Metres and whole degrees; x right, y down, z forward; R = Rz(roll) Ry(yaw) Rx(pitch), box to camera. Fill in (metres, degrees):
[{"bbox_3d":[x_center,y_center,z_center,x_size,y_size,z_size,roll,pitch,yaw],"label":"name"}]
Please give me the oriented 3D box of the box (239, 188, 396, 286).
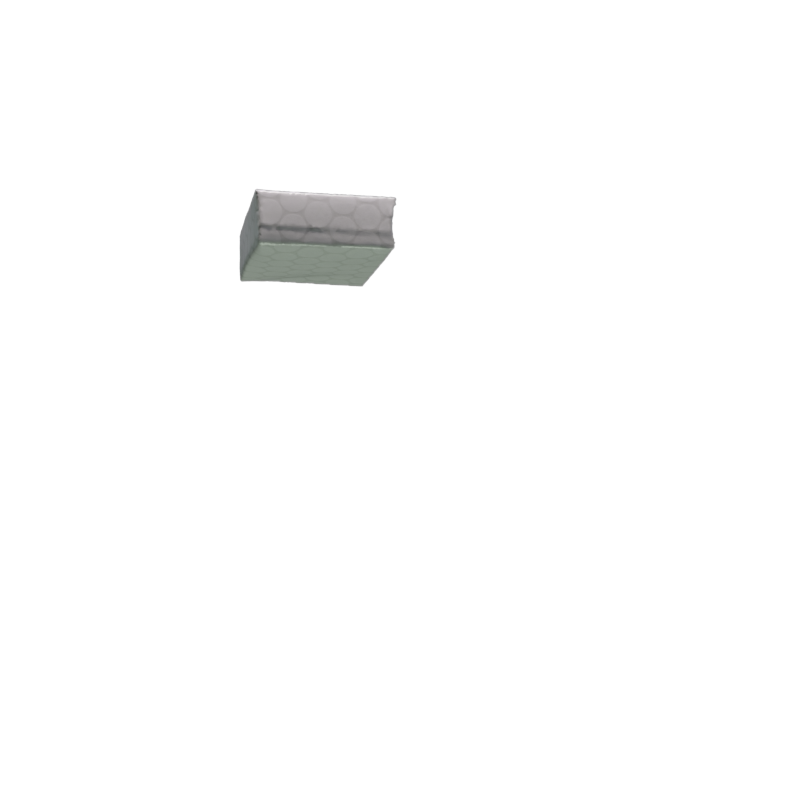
[{"bbox_3d":[-0.058,-0.105,0.734,0.089,0.040,0.112,1,-6,-11],"label":"box"}]
